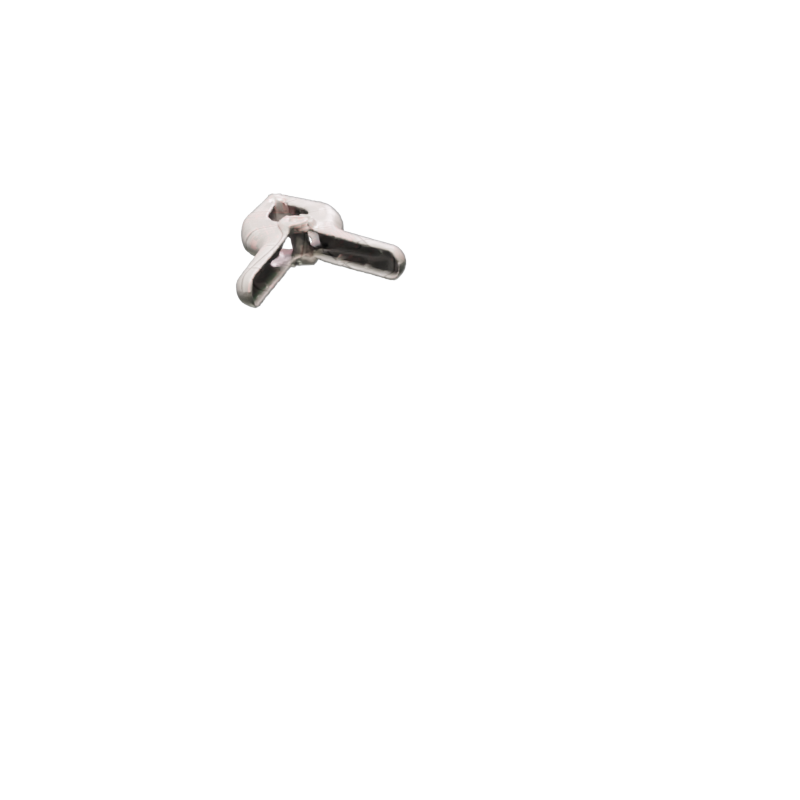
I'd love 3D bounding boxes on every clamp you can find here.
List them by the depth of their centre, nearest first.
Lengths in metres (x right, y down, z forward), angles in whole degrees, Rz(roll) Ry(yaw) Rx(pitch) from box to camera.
[{"bbox_3d":[-0.065,-0.119,0.832,0.119,0.037,0.183,-4,30,-7],"label":"clamp"}]
